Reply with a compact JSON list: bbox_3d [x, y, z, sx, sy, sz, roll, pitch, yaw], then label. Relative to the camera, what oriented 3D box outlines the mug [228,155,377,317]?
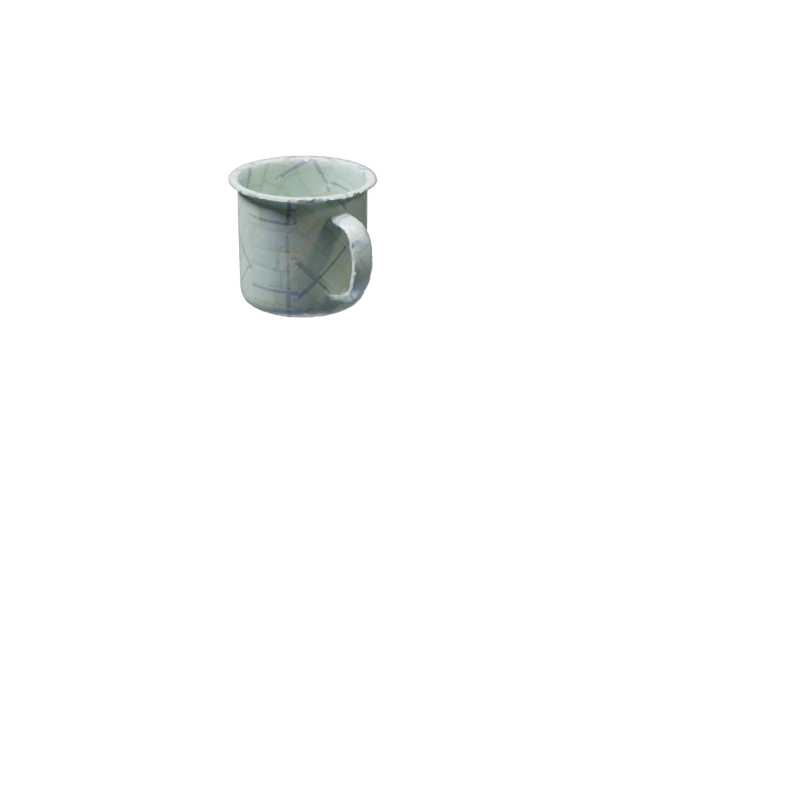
[{"bbox_3d":[-0.055,-0.100,0.698,0.092,0.077,0.125,-17,31,-33],"label":"mug"}]
